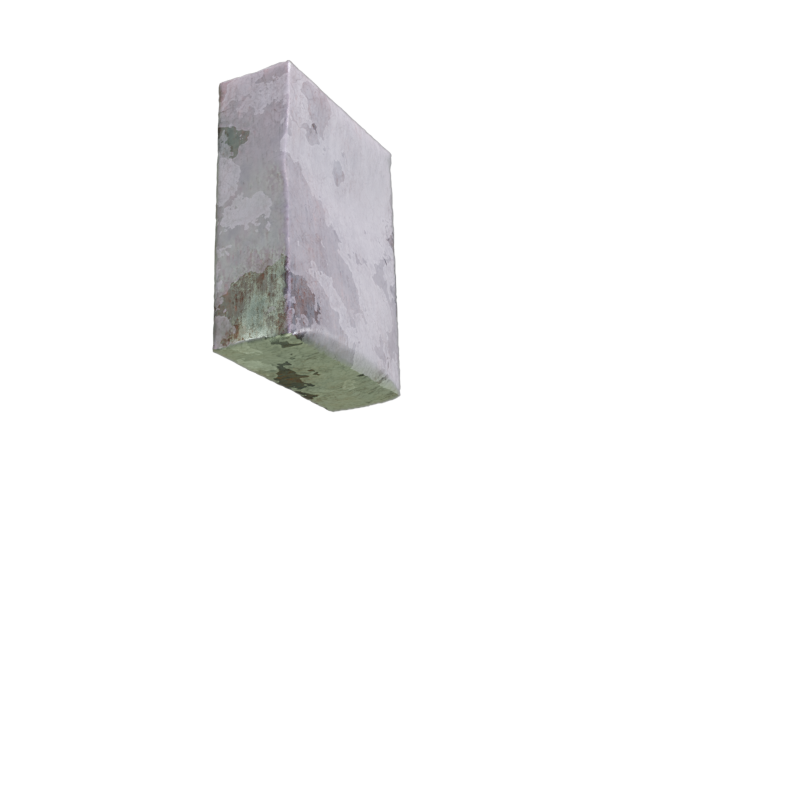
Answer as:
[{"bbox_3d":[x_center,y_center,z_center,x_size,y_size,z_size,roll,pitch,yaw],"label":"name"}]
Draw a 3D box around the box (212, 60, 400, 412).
[{"bbox_3d":[-0.064,-0.117,0.819,0.073,0.226,0.153,-14,-25,26],"label":"box"}]
